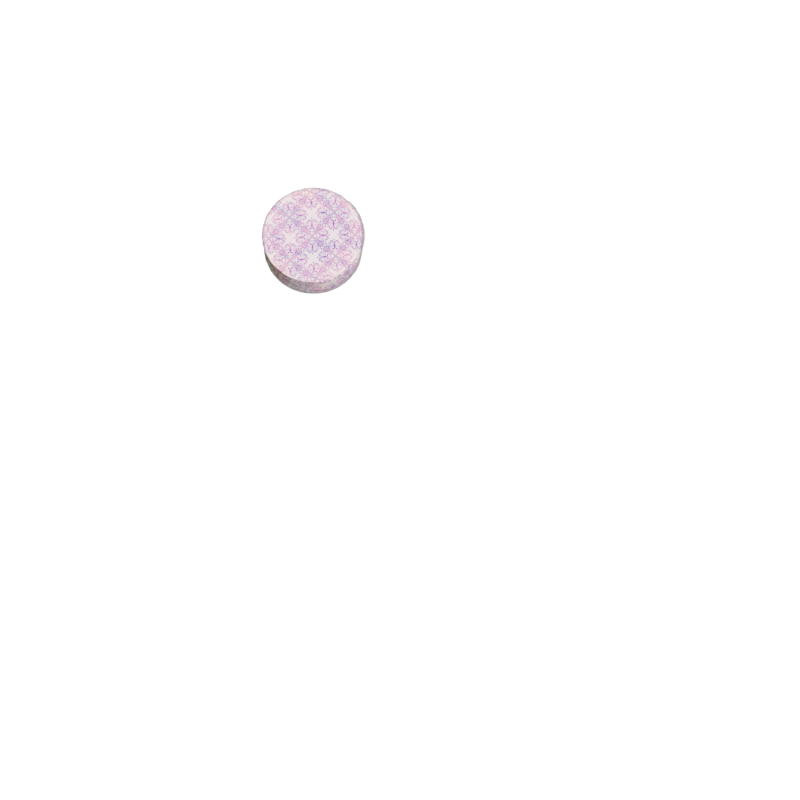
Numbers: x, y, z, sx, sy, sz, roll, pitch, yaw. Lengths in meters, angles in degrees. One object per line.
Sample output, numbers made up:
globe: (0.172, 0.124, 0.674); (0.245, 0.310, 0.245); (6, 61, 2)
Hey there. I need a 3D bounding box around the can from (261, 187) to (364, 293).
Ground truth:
can: (-0.073, -0.134, 0.939); (0.086, 0.090, 0.032); (-1, -21, -1)
